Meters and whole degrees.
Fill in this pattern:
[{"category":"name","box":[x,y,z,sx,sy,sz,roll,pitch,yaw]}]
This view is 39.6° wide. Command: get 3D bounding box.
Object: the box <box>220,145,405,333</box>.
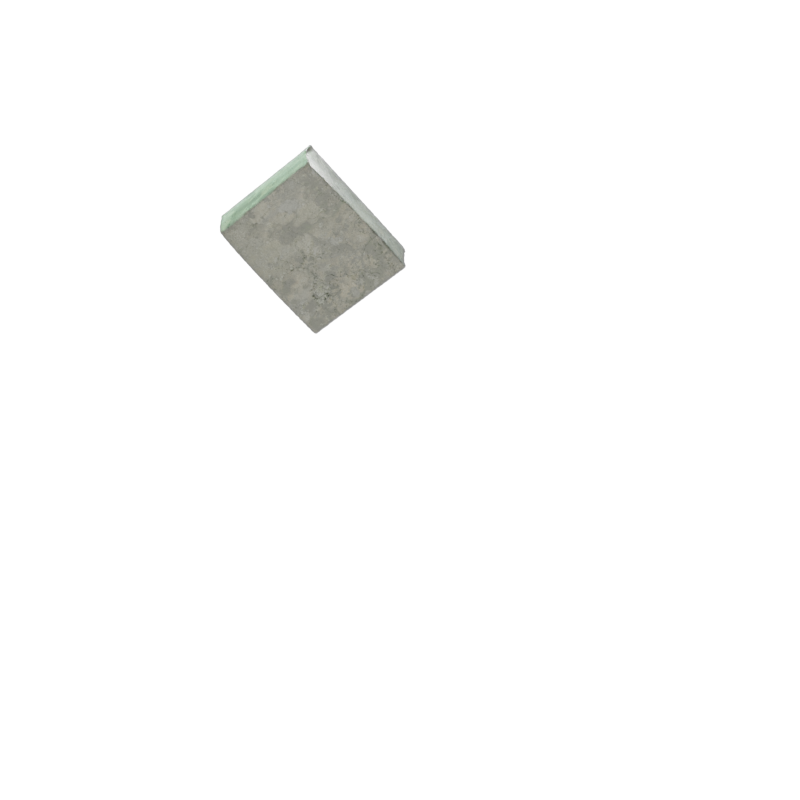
[{"category":"box","box":[-0.064,-0.117,0.820,0.089,0.108,0.041,-37,22,17]}]
